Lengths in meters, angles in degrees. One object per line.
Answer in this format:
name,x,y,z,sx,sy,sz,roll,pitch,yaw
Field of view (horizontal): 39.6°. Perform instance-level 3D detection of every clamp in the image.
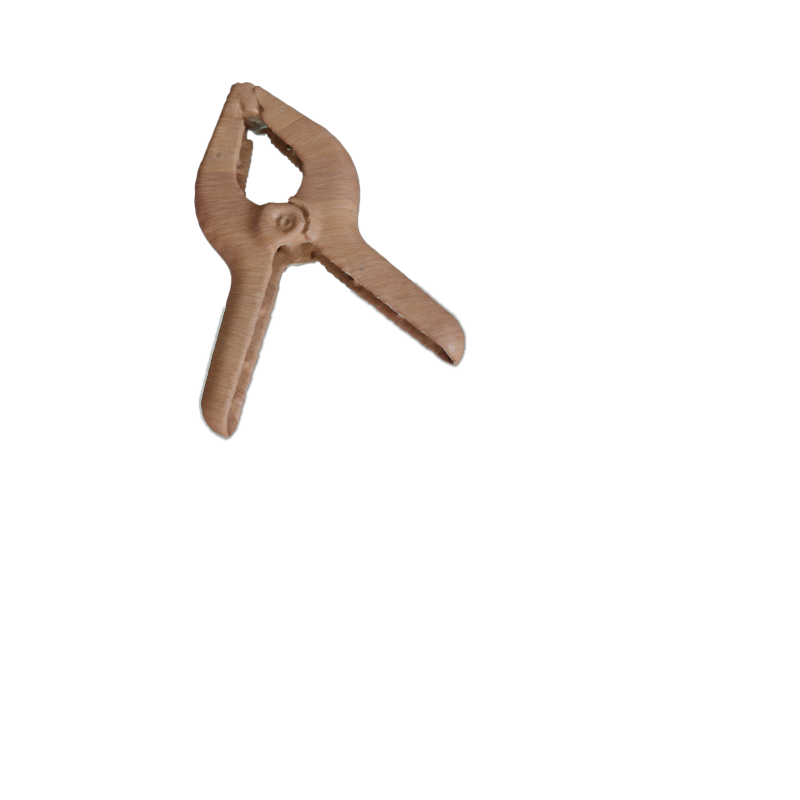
clamp,-0.041,-0.074,0.518,0.120,0.180,0.037,-8,-20,-3
